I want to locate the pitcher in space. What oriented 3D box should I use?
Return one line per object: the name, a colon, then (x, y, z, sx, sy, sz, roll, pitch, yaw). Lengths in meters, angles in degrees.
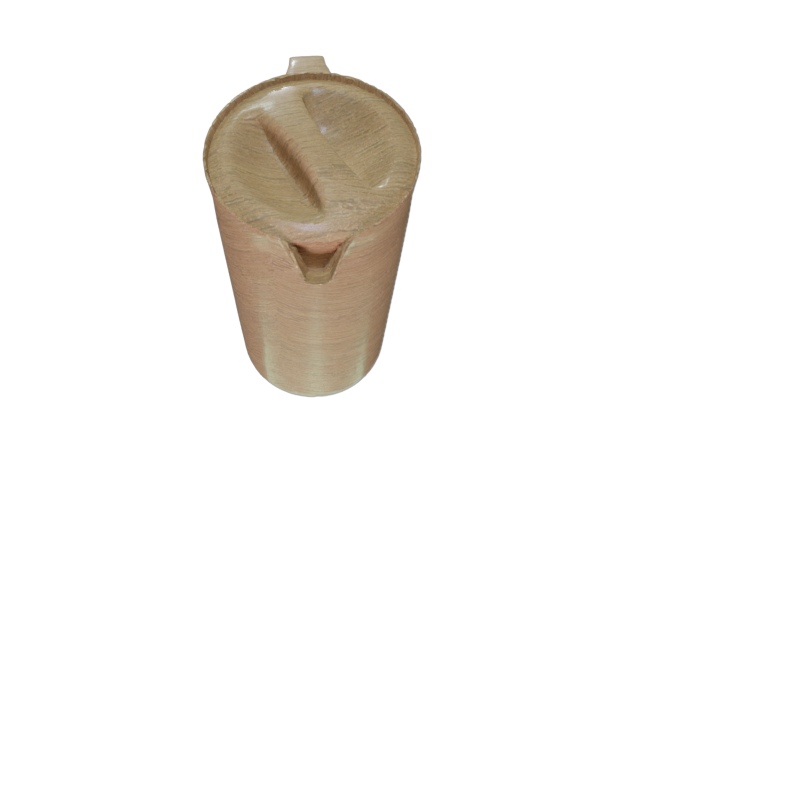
pitcher: (-0.061, -0.111, 0.775, 0.152, 0.152, 0.228, 37, -25, 16)
